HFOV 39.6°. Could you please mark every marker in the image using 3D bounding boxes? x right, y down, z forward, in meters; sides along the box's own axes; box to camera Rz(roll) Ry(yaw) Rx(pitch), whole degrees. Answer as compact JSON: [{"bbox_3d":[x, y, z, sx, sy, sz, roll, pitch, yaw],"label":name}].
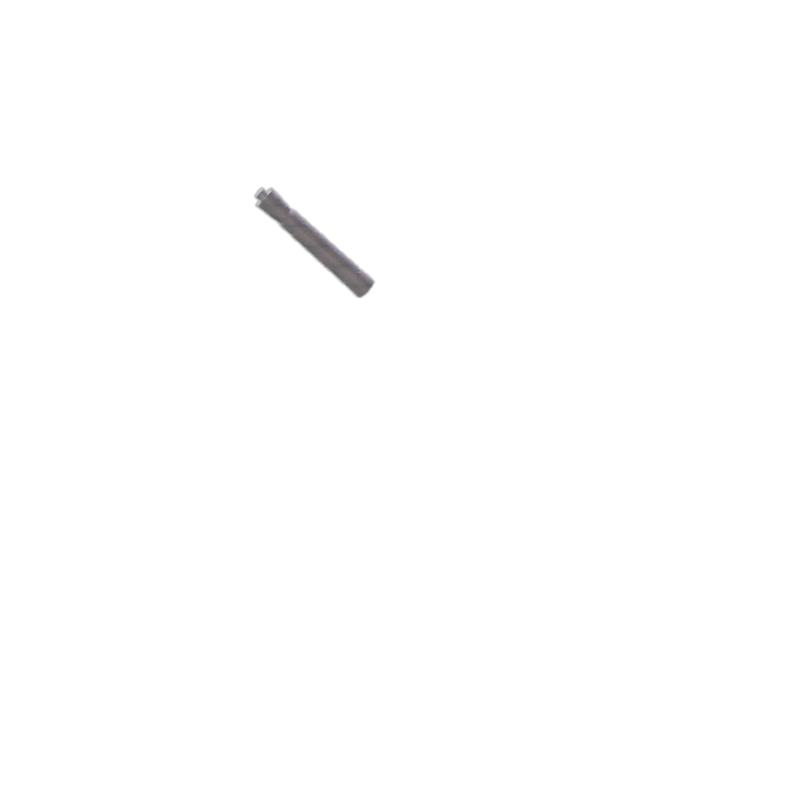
[{"bbox_3d":[-0.071,-0.130,0.909,0.118,0.020,0.020,41,-6,-9],"label":"marker"}]
